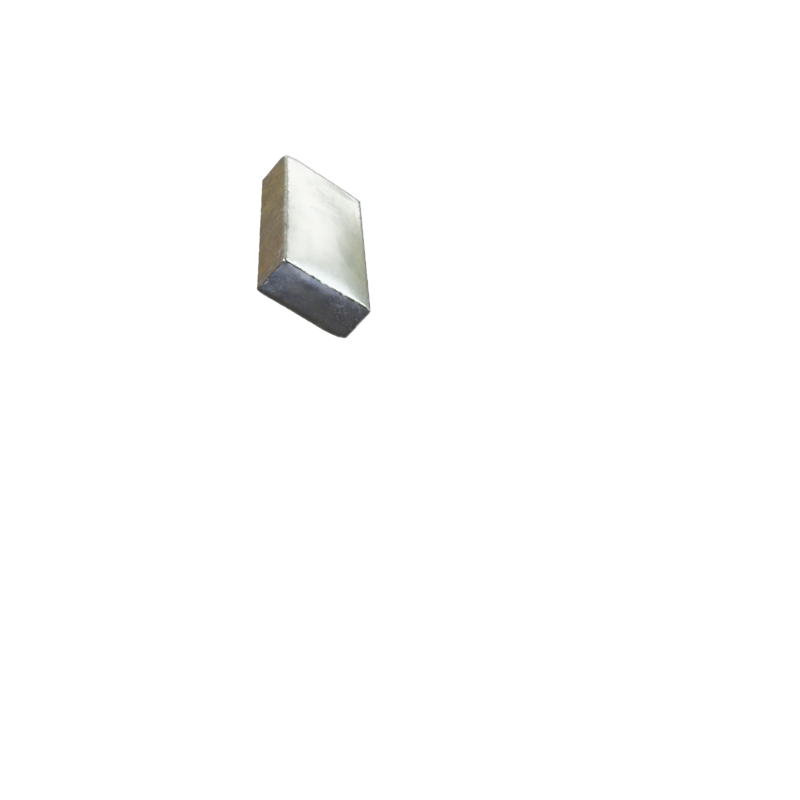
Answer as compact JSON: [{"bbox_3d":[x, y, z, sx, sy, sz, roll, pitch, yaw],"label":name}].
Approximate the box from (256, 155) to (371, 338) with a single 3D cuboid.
[{"bbox_3d":[-0.077,-0.140,0.979,0.089,0.189,0.047,29,-57,-25],"label":"box"}]
